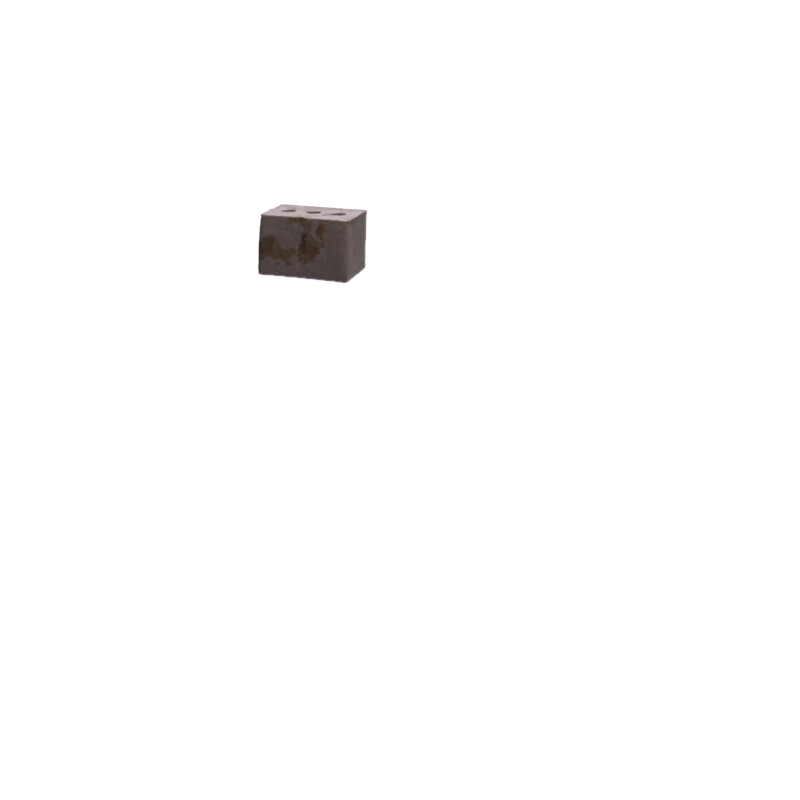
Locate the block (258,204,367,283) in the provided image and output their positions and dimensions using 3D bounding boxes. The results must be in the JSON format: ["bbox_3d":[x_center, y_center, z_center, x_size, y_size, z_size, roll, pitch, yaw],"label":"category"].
[{"bbox_3d":[-0.071,-0.130,0.909,0.080,0.049,0.053,6,18,17],"label":"block"}]
